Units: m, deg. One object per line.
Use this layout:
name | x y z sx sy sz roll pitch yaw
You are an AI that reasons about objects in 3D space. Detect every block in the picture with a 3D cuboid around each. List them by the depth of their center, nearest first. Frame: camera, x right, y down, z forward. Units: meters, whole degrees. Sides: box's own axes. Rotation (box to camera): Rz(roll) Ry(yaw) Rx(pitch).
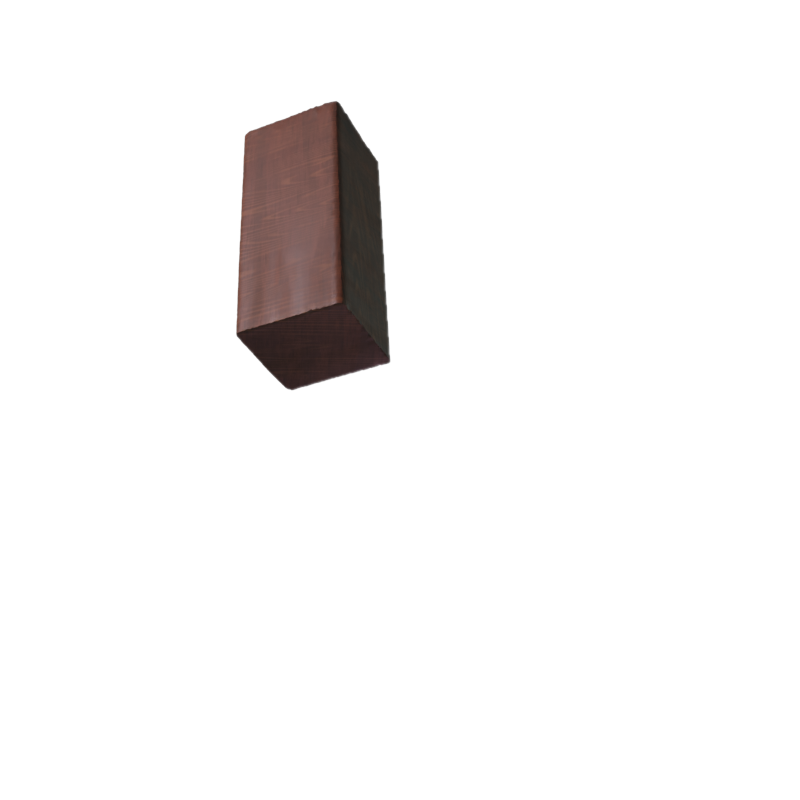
block | -0.070 -0.127 0.886 0.091 0.221 0.083 -17 -39 18
